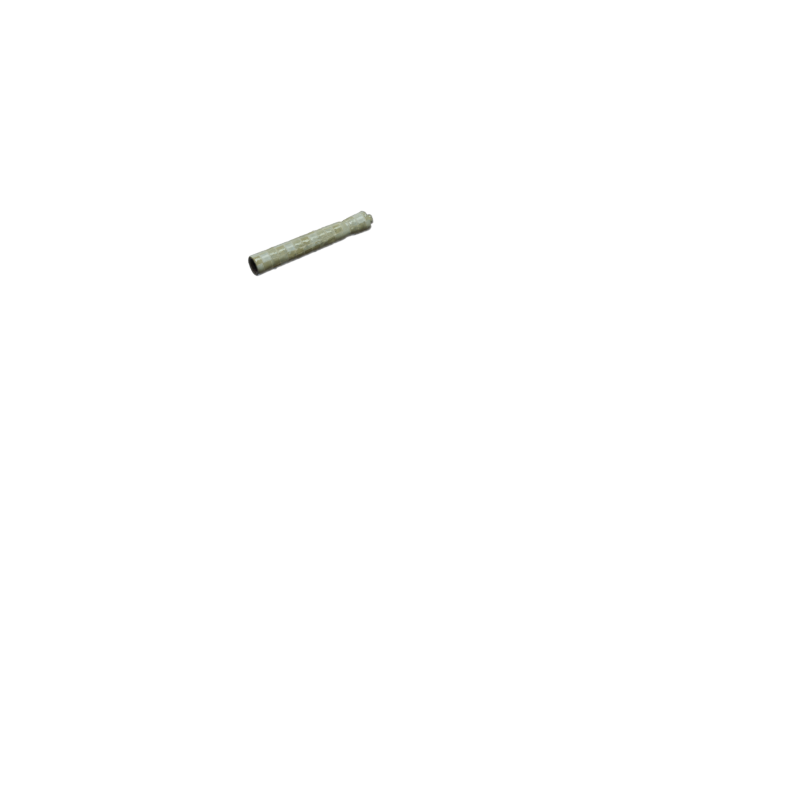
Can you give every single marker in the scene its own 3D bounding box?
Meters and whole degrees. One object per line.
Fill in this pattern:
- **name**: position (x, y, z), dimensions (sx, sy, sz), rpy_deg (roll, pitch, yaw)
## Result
- **marker**: position (-0.076, -0.138, 0.969), dimensions (0.120, 0.019, 0.020), rpy_deg (-26, 15, -23)
